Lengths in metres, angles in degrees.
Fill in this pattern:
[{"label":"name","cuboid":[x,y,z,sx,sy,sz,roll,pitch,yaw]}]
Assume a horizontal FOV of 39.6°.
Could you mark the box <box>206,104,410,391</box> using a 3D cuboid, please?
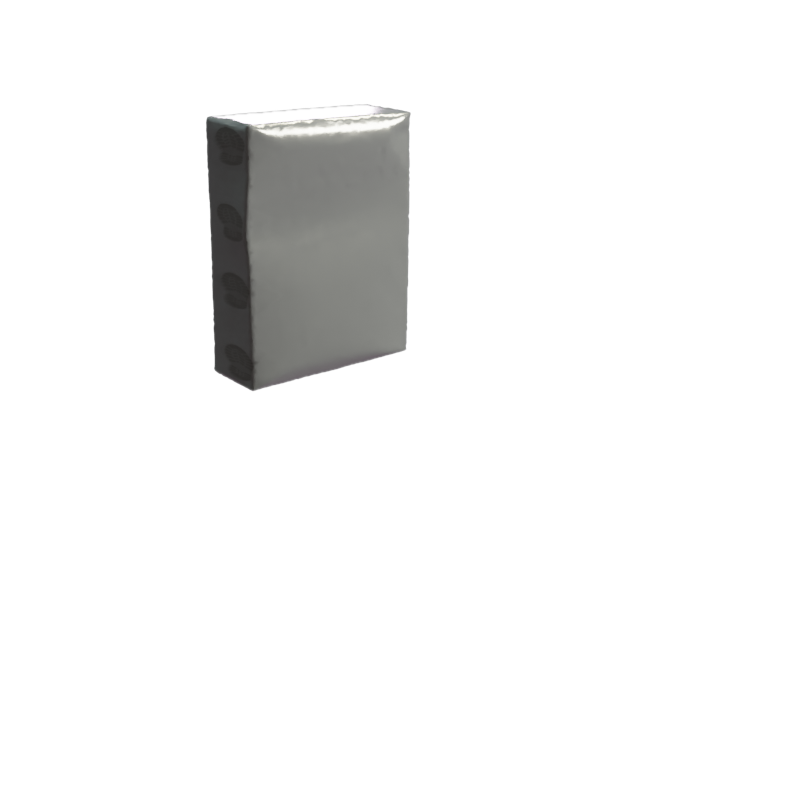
[{"label":"box","cuboid":[-0.072,-0.131,0.917,0.160,0.207,0.076,-12,19,-36]}]
